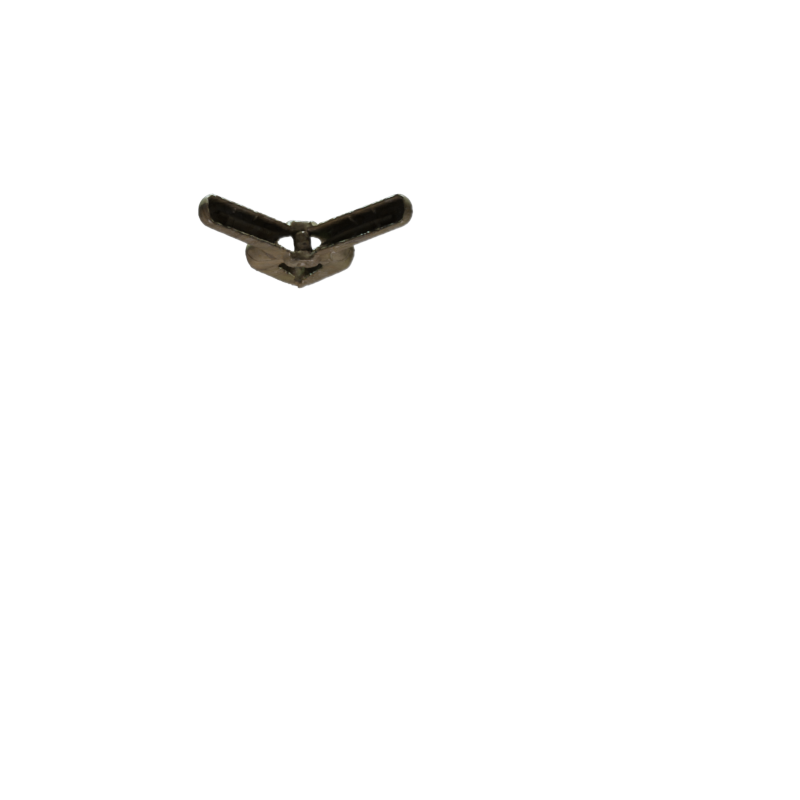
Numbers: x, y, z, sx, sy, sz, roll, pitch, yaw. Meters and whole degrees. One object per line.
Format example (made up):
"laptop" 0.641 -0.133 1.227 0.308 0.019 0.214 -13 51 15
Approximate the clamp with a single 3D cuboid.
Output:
"clamp" -0.073 -0.133 0.933 0.165 0.037 0.203 0 -9 1
